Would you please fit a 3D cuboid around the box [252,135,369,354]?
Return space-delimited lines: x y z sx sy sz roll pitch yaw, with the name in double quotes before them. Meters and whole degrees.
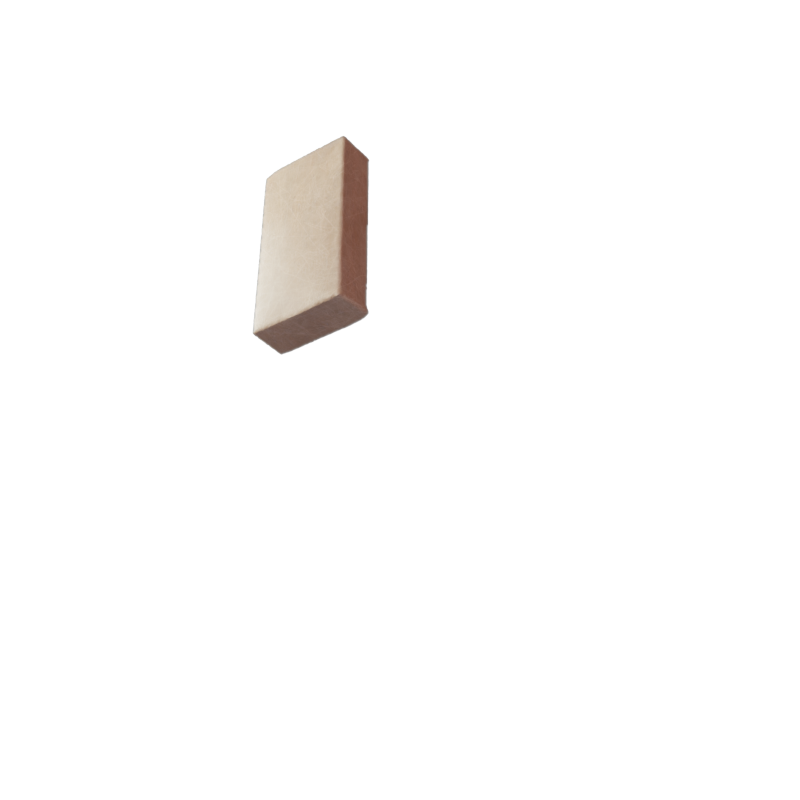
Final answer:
"box" -0.074 -0.134 0.941 0.094 0.189 0.045 -24 -40 27
